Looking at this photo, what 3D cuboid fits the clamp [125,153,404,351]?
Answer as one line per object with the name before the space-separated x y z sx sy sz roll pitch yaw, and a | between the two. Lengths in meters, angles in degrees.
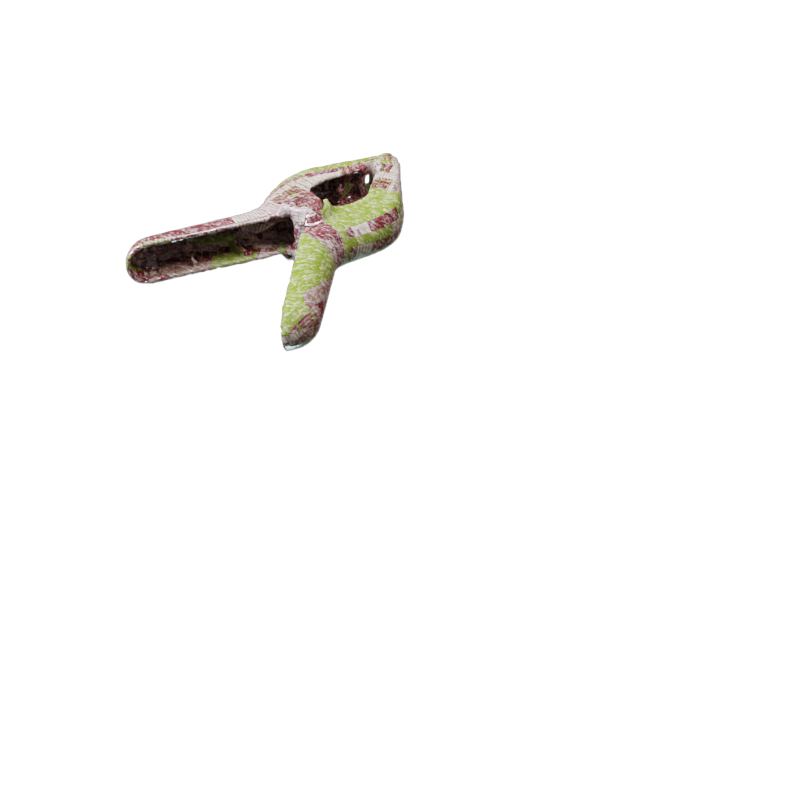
clamp | -0.046 -0.085 0.594 0.172 0.037 0.128 -34 52 -32
